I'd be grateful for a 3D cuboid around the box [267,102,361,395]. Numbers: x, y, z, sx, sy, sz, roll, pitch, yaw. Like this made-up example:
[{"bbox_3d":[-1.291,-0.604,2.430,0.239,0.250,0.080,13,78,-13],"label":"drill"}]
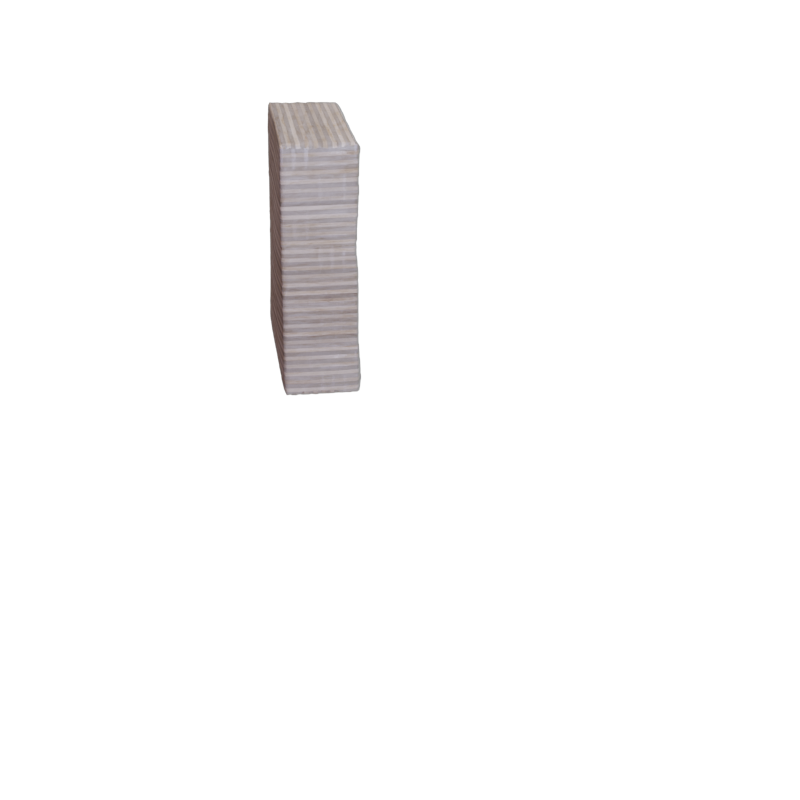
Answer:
[{"bbox_3d":[-0.075,-0.136,0.953,0.071,0.204,0.174,-2,23,-9],"label":"box"}]
